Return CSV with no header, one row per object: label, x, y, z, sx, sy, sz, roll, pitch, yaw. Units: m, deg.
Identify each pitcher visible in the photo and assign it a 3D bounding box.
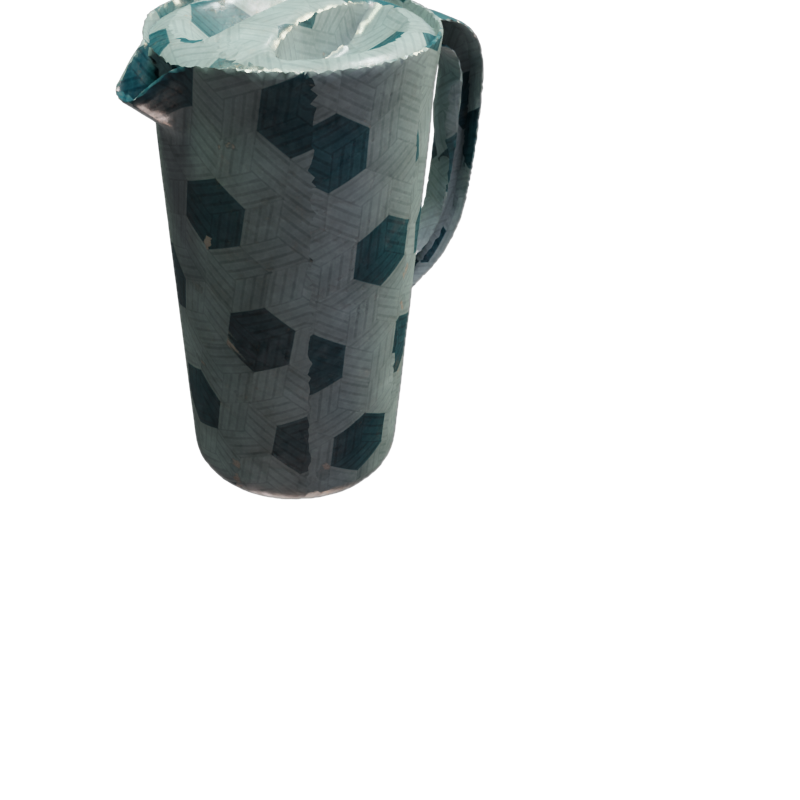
pitcher,-0.043,-0.079,0.551,0.151,0.228,0.152,7,33,8
